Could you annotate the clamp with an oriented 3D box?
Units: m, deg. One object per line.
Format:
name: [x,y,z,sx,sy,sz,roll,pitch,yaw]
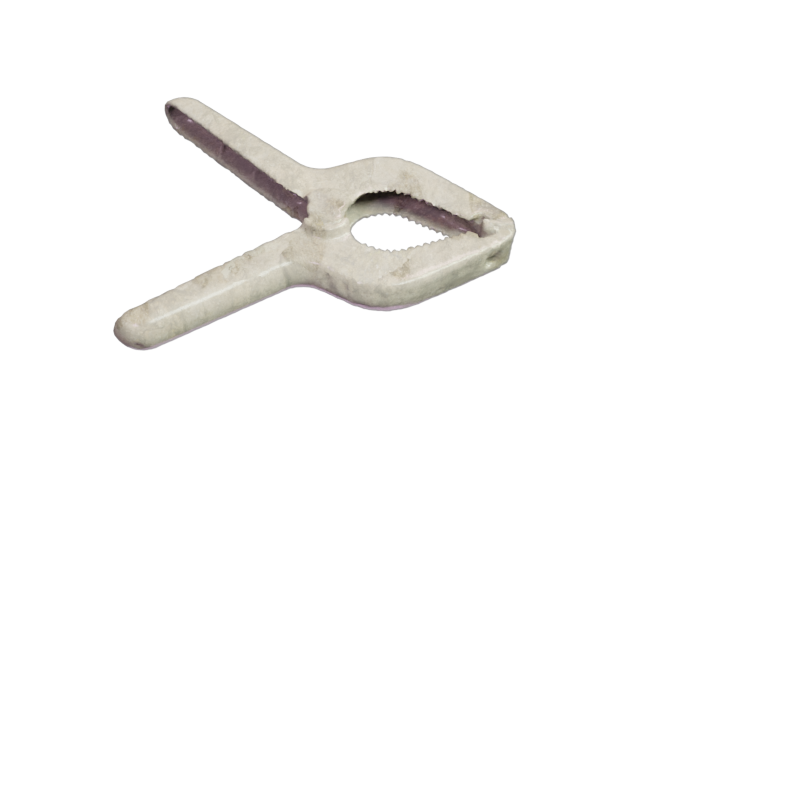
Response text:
clamp: [-0.047,-0.085,0.596,0.212,0.174,0.034,10,-32,6]
